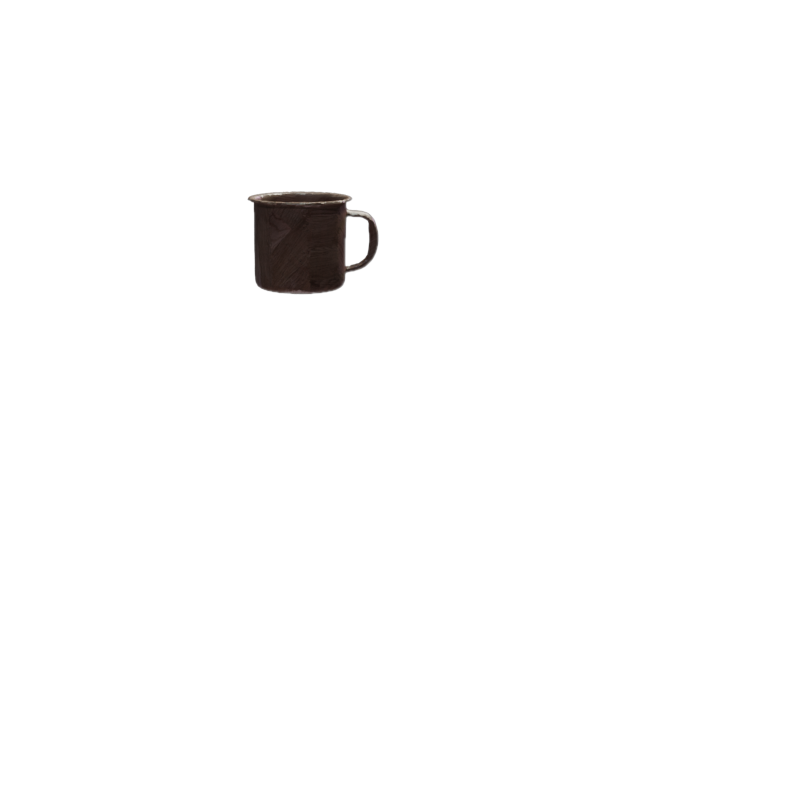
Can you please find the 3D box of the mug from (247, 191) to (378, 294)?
[{"bbox_3d":[-0.078,-0.142,0.992,0.116,0.079,0.097,-2,13,-8],"label":"mug"}]
